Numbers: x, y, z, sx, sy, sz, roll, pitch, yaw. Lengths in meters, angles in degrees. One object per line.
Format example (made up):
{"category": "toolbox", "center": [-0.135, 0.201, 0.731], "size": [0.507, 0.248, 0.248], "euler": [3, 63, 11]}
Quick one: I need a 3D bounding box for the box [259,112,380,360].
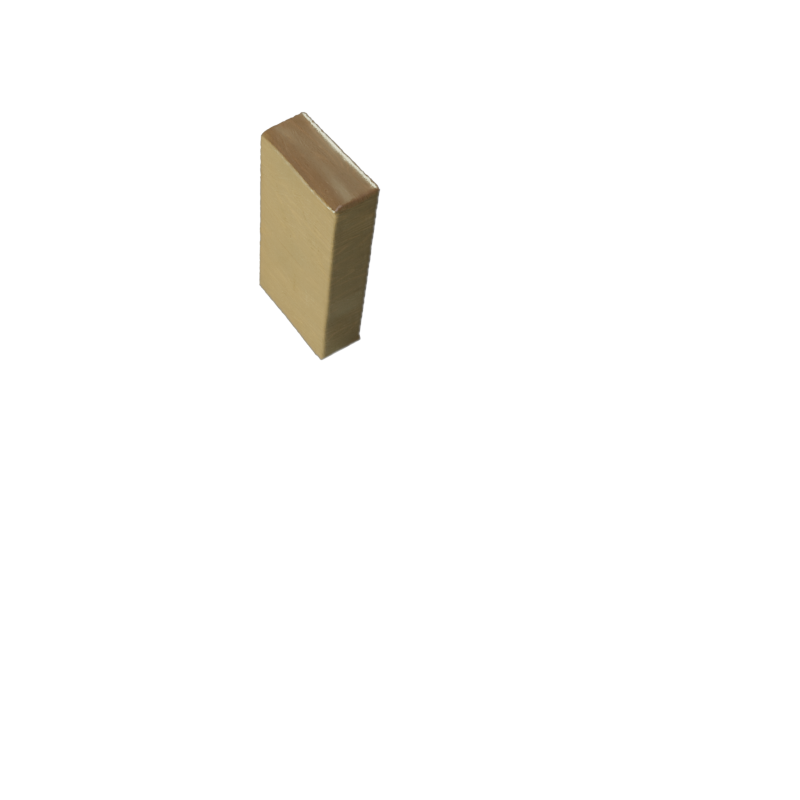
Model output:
{"category": "box", "center": [-0.064, -0.117, 0.819], "size": [0.048, 0.100, 0.165], "euler": [-29, -28, -21]}
